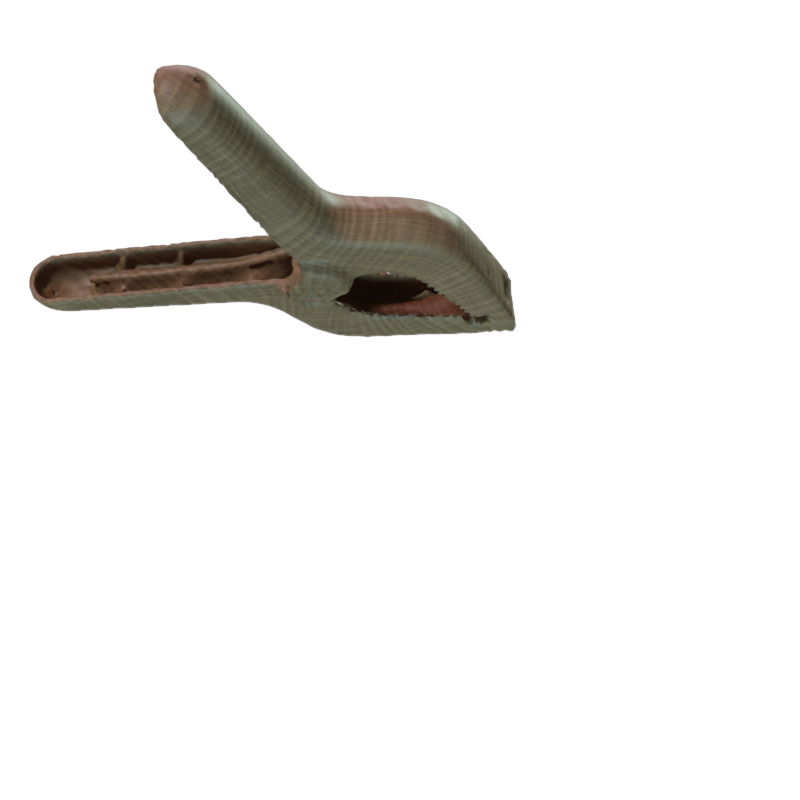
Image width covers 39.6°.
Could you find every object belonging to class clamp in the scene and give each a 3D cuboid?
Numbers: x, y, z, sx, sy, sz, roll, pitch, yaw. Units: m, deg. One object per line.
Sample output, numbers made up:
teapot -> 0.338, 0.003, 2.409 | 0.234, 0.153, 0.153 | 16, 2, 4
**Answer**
clamp -> -0.036, -0.066, 0.460 | 0.203, 0.039, 0.160 | 9, -26, -20
